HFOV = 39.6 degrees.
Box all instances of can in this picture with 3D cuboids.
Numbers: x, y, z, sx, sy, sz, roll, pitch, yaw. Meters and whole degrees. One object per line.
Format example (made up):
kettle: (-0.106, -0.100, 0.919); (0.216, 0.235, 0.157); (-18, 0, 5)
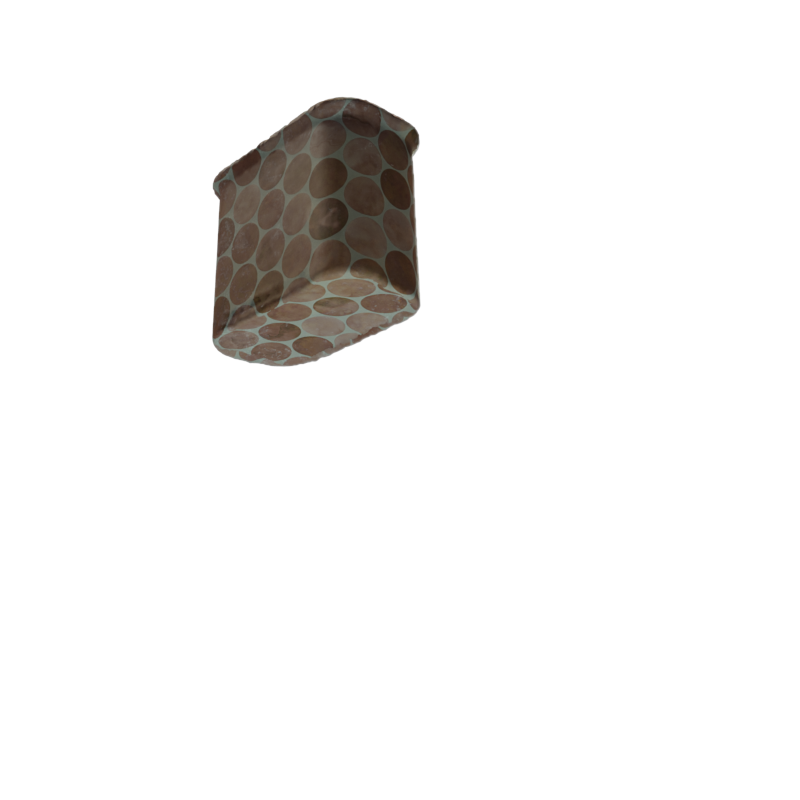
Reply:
can: (-0.038, -0.069, 0.485); (0.054, 0.089, 0.102); (22, -34, -39)
